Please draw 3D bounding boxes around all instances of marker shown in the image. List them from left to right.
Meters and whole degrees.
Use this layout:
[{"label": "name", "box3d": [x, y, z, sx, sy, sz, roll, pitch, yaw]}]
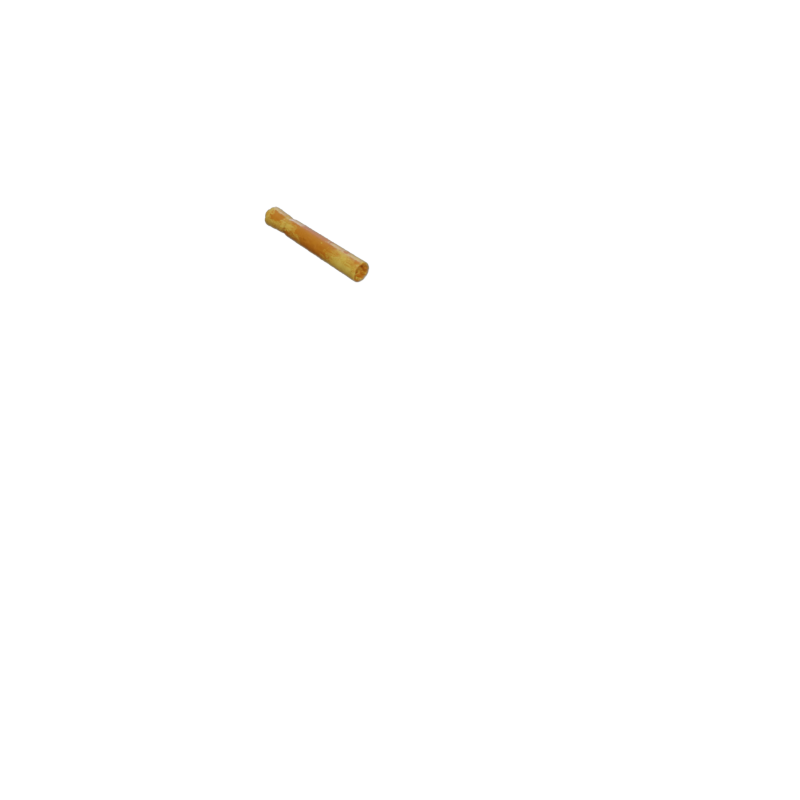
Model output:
[{"label": "marker", "box3d": [-0.075, -0.136, 0.956, 0.019, 0.019, 0.130, -3, 31, -48]}]
